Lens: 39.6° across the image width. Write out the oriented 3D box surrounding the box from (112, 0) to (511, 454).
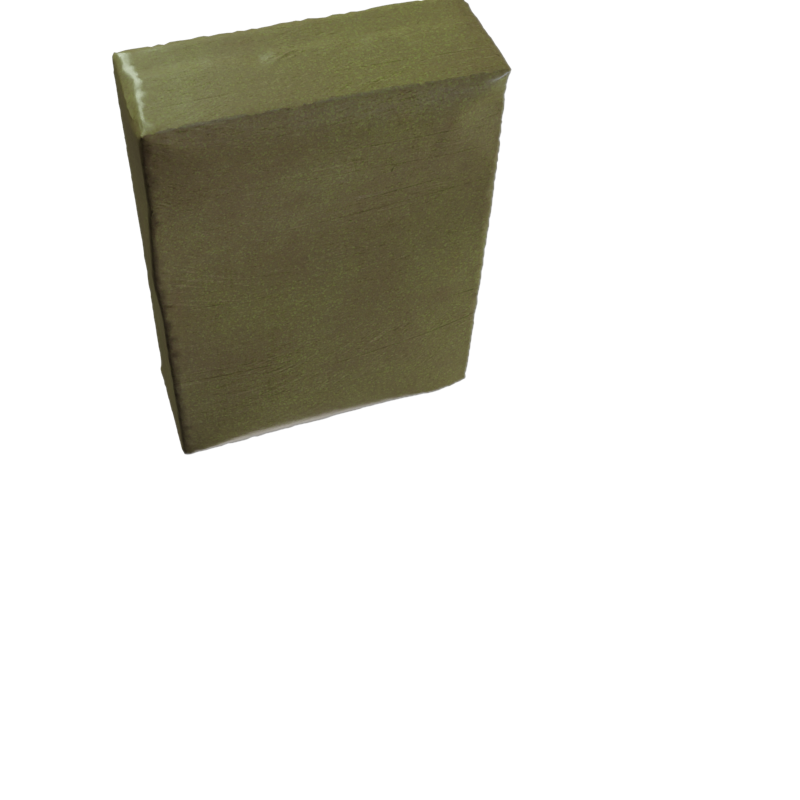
[{"bbox_3d":[-0.042,-0.077,0.542,0.162,0.078,0.199,-13,-39,-14],"label":"box"}]
